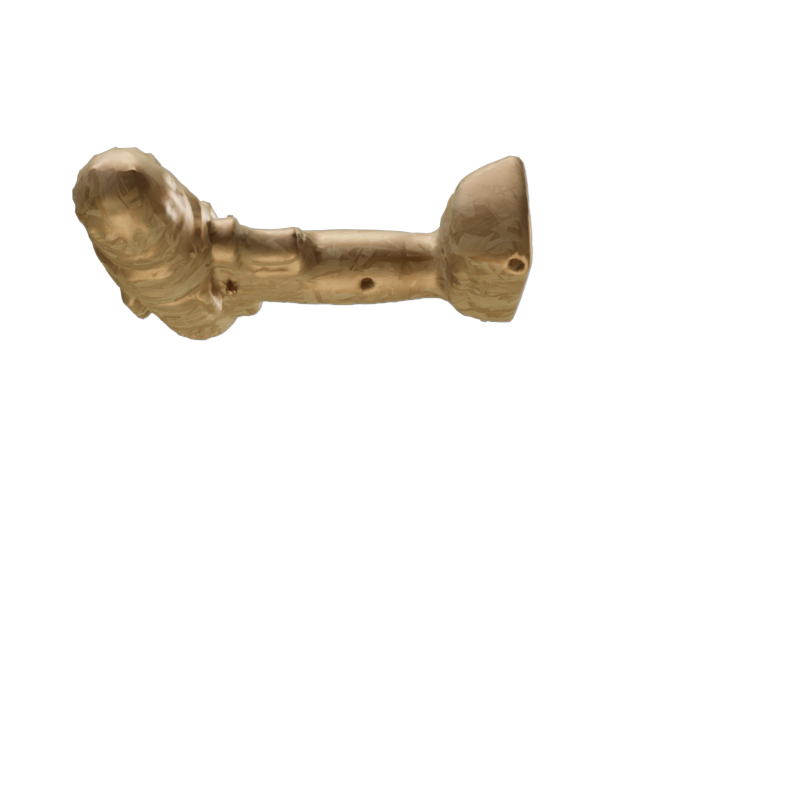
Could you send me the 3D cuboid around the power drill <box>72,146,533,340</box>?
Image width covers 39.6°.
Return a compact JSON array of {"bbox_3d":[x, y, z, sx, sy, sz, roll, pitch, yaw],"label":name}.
[{"bbox_3d":[-0.039,-0.071,0.498,0.189,0.059,0.178,-1,-9,3],"label":"power drill"}]
